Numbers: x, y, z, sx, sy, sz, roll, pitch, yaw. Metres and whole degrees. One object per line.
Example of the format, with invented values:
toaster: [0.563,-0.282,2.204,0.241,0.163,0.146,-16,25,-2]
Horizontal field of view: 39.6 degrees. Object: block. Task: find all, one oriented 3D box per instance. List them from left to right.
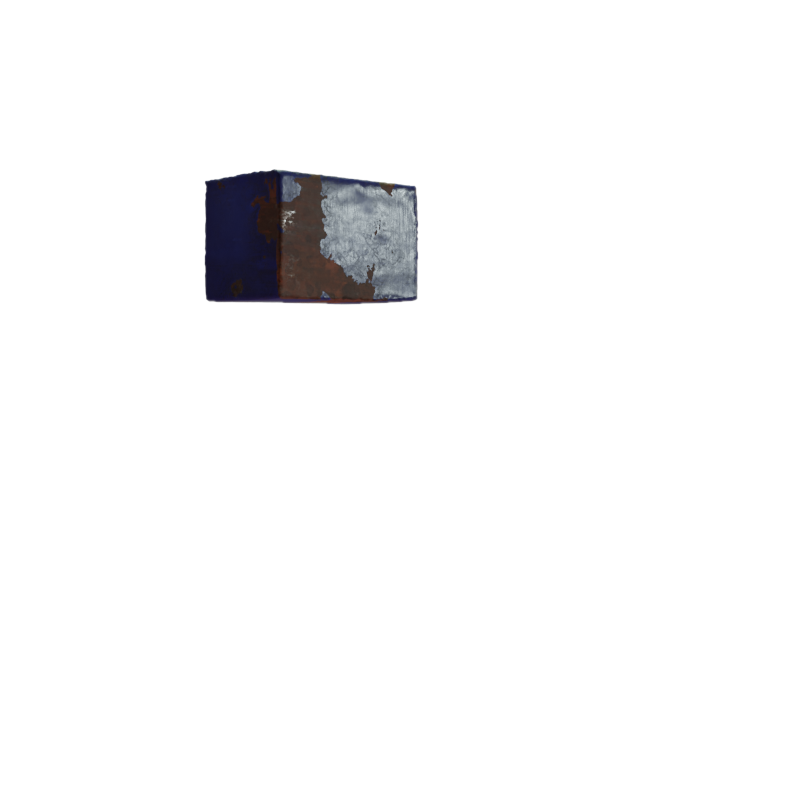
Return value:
block: [-0.037,-0.067,0.470,0.075,0.052,0.055,-1,0,-42]
